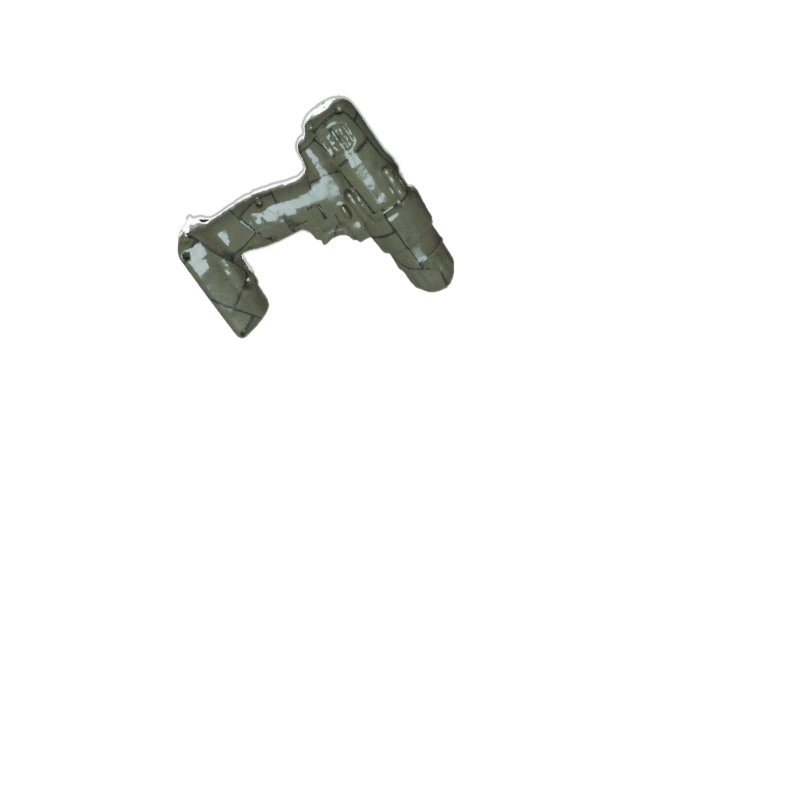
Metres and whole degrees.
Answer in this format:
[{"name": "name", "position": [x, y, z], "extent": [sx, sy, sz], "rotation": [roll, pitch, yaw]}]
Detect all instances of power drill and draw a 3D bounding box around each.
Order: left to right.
[{"name": "power drill", "position": [-0.070, -0.128, 0.900], "extent": [0.187, 0.176, 0.060], "rotation": [-31, 19, 11]}]
